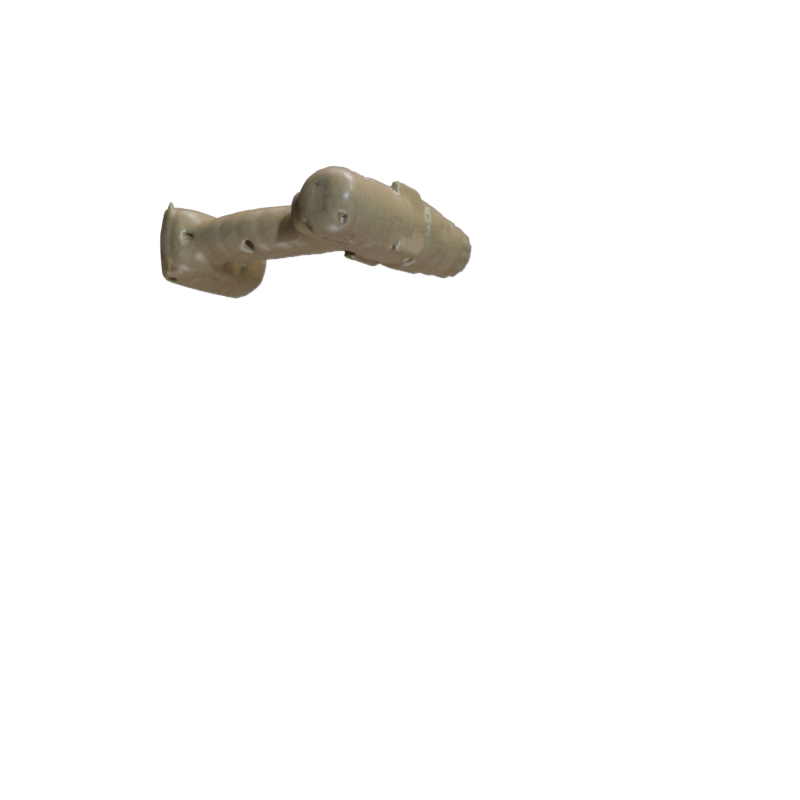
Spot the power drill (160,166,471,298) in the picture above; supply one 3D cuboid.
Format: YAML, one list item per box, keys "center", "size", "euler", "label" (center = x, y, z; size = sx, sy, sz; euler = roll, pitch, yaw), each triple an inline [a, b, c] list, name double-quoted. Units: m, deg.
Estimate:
- center: [-0.062, -0.113, 0.792]
  size: [0.192, 0.059, 0.174]
  euler: [-6, -12, 32]
  label: "power drill"
